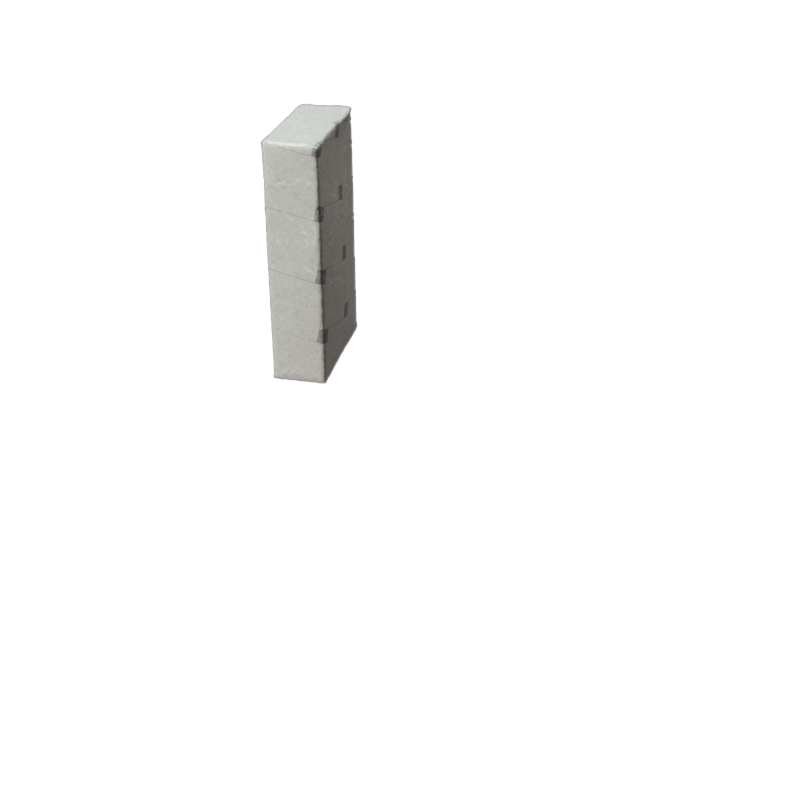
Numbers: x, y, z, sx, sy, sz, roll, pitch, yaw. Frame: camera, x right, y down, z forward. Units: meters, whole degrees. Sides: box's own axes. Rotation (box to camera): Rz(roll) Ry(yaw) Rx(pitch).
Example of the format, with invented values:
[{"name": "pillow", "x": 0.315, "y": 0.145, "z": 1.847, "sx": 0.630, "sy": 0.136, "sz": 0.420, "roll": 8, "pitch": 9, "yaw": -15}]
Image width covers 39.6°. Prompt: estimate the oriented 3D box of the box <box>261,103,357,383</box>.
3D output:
[{"name": "box", "x": -0.061, "y": -0.112, "z": 0.782, "sx": 0.049, "sy": 0.167, "sz": 0.097, "roll": 7, "pitch": 27, "yaw": 10}]
